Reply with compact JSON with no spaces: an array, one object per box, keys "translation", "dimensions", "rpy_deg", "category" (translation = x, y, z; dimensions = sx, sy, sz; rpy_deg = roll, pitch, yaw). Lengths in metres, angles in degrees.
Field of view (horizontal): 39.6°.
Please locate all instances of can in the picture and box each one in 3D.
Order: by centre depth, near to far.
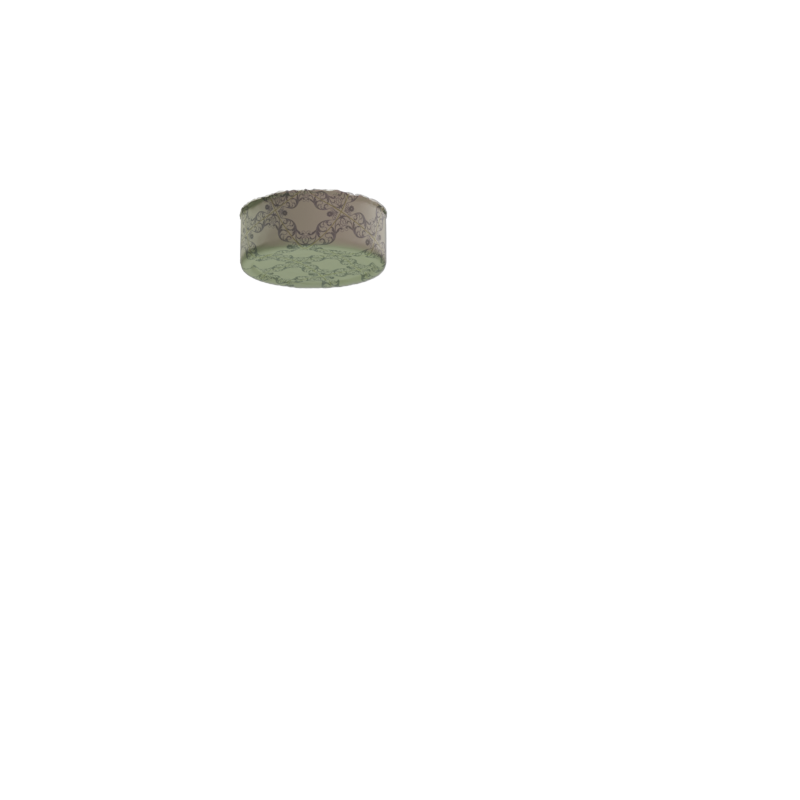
[{"translation":[-0.050,-0.091,0.640],"dimensions":[0.086,0.035,0.083],"rpy_deg":[0,-12,-2],"category":"can"}]
